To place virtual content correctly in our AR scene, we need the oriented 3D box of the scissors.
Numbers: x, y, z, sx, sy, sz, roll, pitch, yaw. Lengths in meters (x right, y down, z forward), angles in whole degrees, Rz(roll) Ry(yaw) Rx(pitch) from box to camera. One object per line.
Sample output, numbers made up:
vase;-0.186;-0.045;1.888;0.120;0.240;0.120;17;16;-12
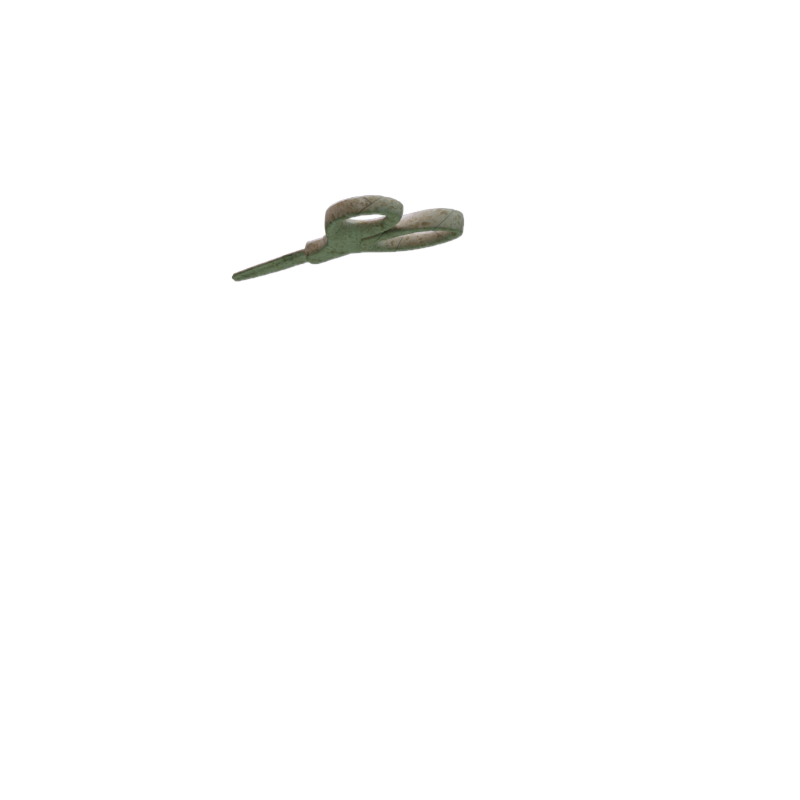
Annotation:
scissors;-0.057;-0.104;0.730;0.207;0.016;0.091;-6;-12;31
